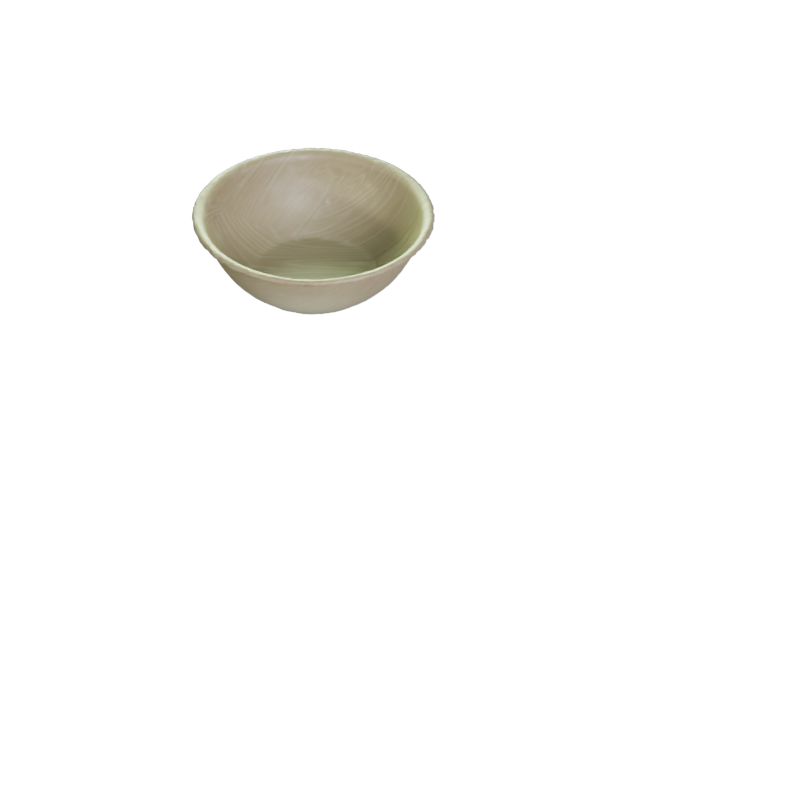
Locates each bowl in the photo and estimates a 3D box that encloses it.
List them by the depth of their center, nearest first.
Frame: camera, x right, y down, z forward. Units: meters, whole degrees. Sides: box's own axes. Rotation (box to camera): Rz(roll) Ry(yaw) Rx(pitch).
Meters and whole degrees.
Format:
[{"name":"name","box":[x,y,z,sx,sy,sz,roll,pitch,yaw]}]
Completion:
[{"name":"bowl","box":[-0.059,-0.108,0.755,0.162,0.051,0.174,-1,40,-2]}]
